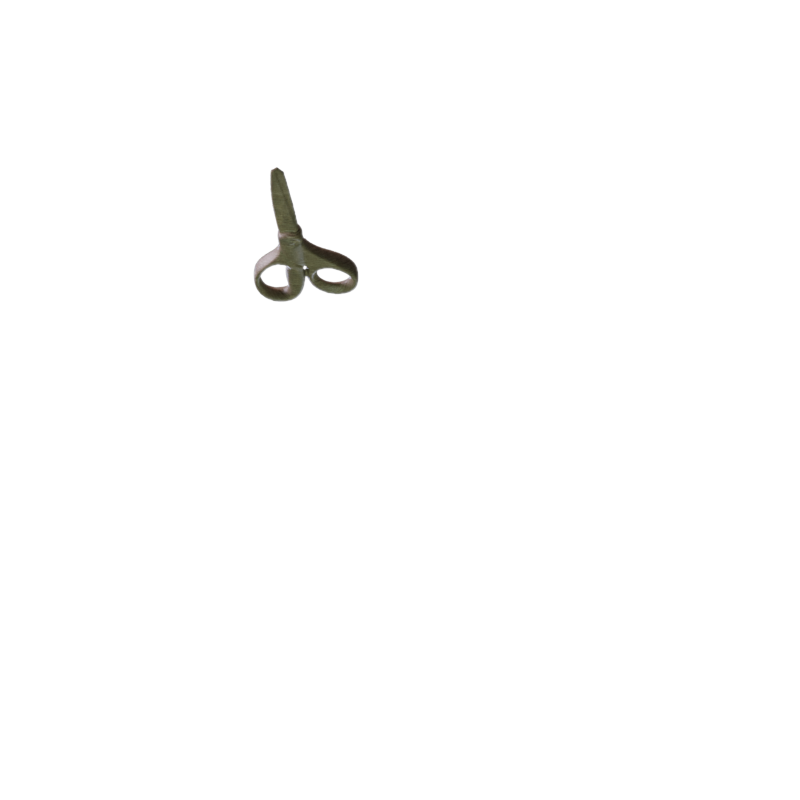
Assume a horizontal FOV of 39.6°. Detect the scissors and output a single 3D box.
[{"bbox_3d":[-0.068,-0.124,0.871,0.095,0.017,0.194,5,-22,-13],"label":"scissors"}]
